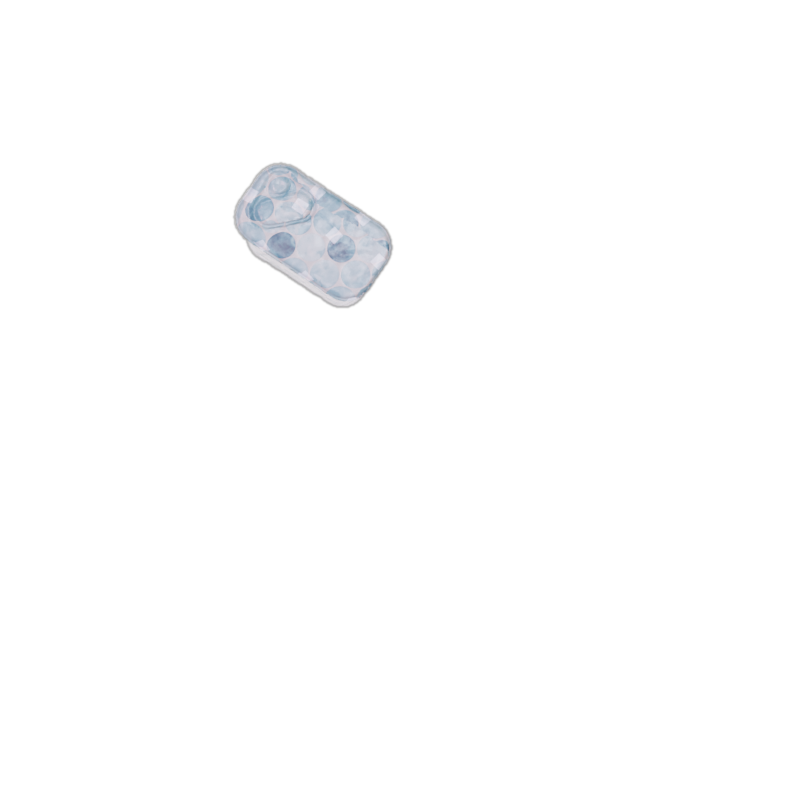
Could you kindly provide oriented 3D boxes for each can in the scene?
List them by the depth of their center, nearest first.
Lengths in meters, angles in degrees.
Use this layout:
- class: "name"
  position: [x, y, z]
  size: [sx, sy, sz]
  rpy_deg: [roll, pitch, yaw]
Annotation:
- class: "can"
  position: [-0.059, -0.108, 0.754]
  size: [0.103, 0.058, 0.083]
  rpy_deg: [34, -5, 2]
